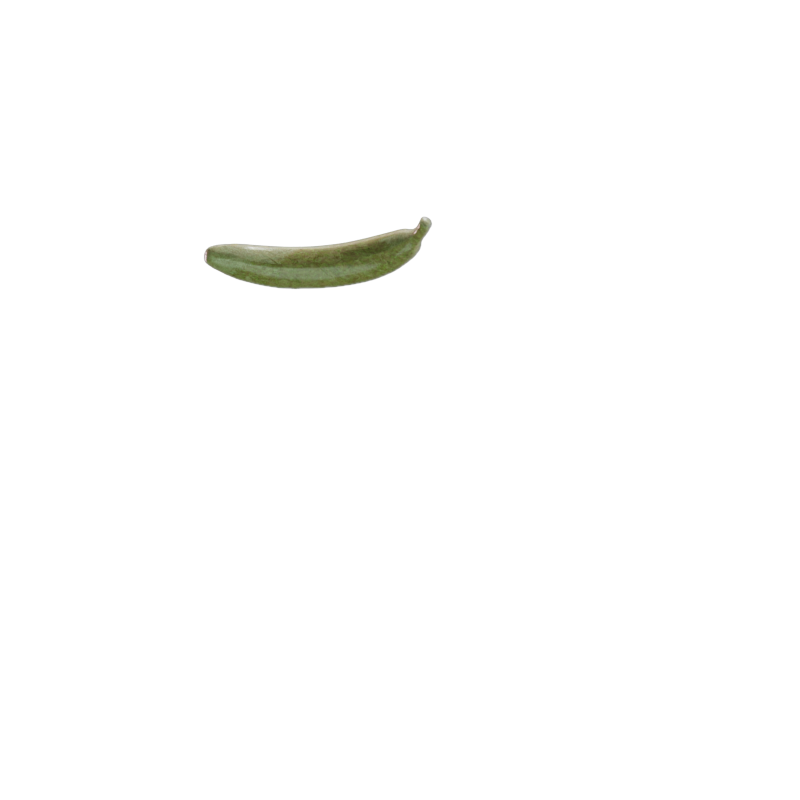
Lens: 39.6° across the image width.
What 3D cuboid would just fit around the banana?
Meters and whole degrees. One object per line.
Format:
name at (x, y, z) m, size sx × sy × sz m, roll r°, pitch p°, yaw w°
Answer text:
banana at (-0.067, -0.125, 0.958) m, size 0.199 × 0.039 × 0.064 m, roll -8°, pitch -41°, yaw 9°
